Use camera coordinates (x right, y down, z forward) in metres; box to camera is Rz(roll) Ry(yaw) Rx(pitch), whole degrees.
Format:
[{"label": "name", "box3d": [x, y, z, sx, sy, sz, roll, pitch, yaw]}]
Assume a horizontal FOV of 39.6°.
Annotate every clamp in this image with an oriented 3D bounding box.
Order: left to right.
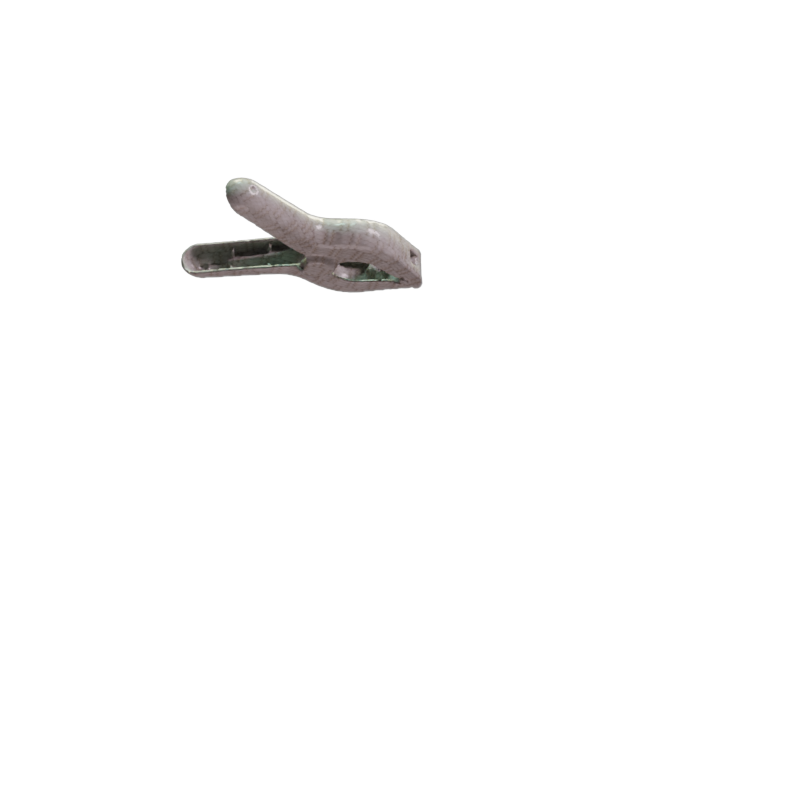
[{"label": "clamp", "box3d": [-0.060, -0.110, 0.768, 0.168, 0.041, 0.117, 4, -16, -14]}]
